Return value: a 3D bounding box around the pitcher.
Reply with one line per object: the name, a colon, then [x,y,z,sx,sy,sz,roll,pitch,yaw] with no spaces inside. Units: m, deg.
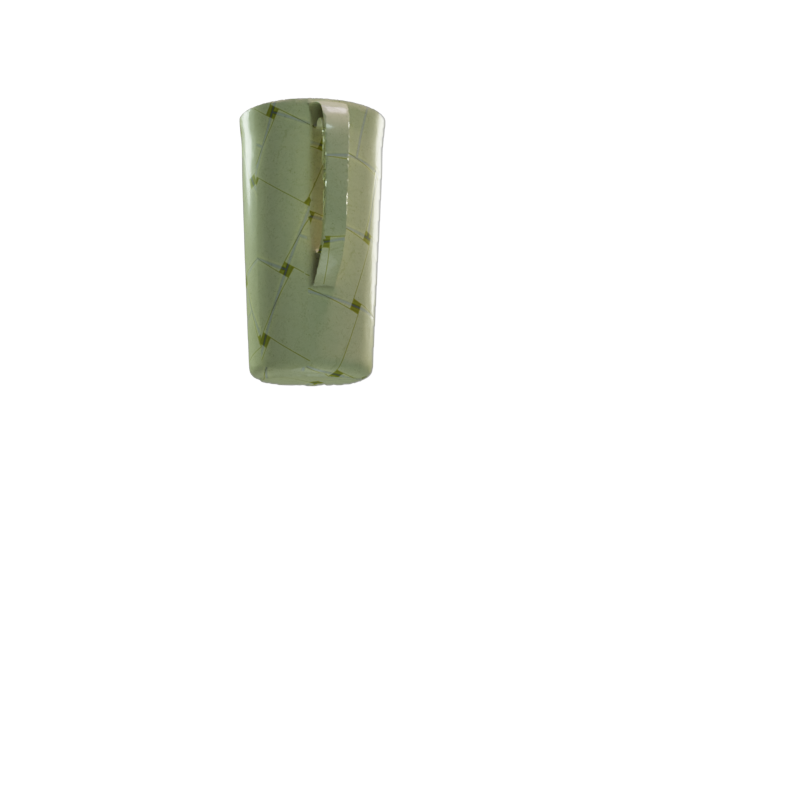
pitcher: [-0.076,-0.139,0.976,0.149,0.250,0.141,-7,-12,29]
